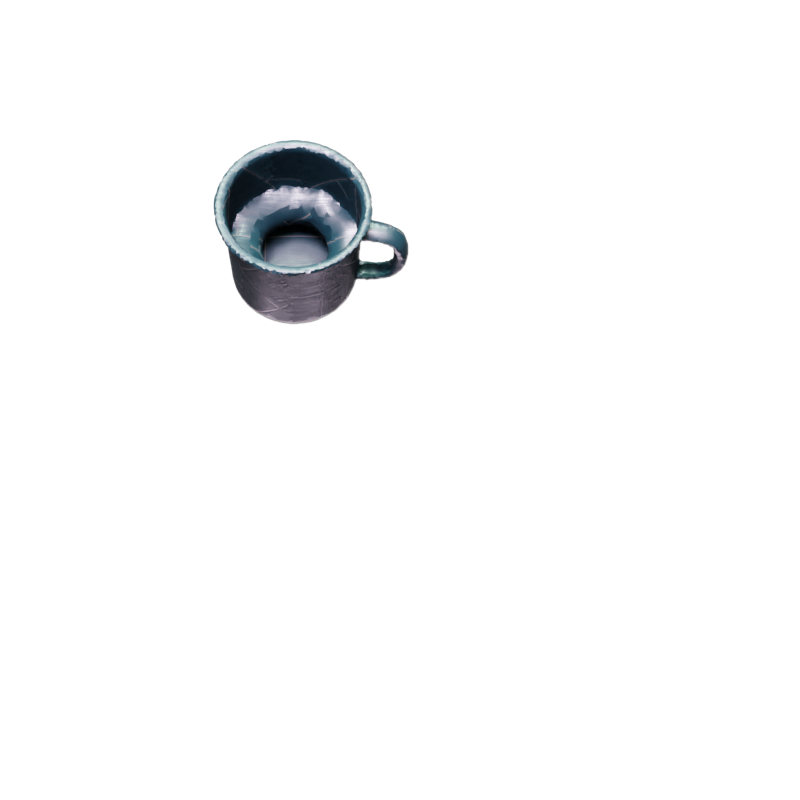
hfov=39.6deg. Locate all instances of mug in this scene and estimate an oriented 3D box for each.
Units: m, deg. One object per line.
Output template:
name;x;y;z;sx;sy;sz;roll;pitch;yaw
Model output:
mug;-0.053;-0.097;0.682;0.118;0.098;0.077;7;-27;2
